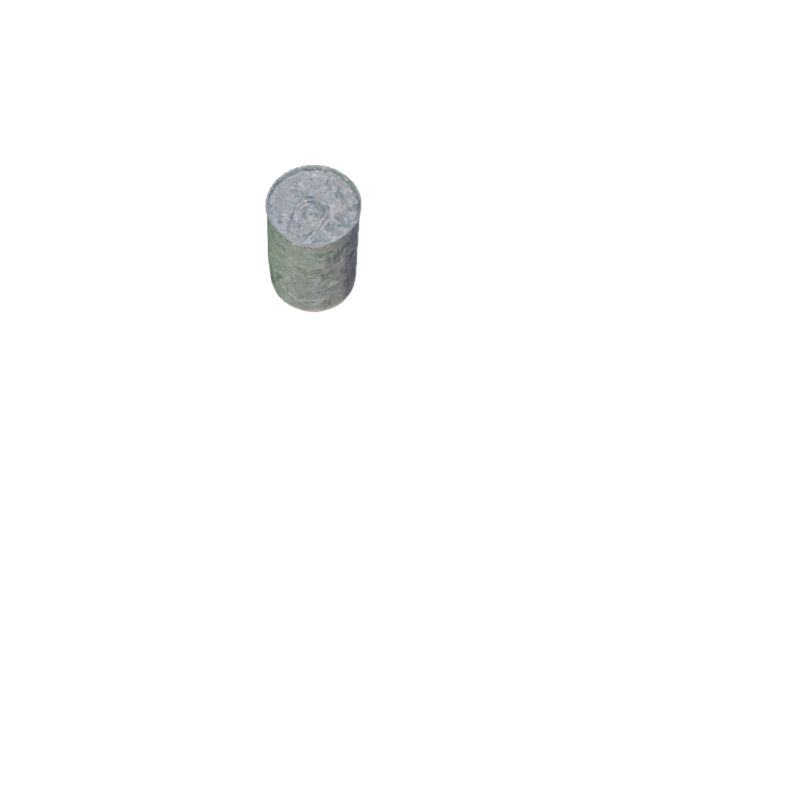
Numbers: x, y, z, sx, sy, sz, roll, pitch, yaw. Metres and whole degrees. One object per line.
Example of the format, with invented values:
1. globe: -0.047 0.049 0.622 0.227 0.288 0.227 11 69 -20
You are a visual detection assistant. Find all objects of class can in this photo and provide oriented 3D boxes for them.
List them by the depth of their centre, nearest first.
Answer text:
1. can: -0.064 -0.118 0.823 0.068 0.073 0.096 0 -27 -3
